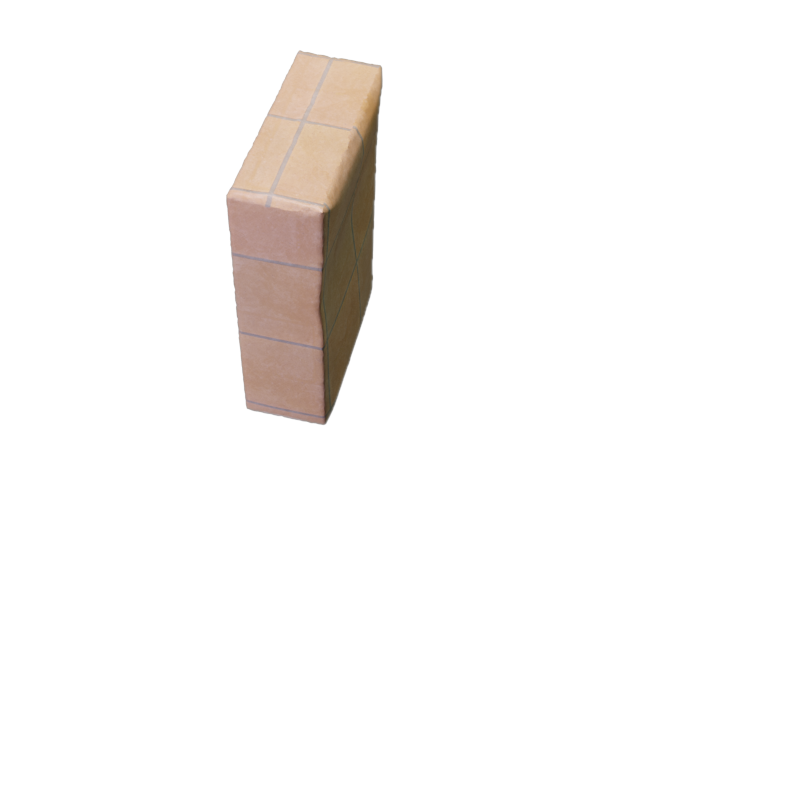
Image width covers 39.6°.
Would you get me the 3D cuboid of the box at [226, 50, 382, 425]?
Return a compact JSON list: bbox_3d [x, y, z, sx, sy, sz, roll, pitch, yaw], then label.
[{"bbox_3d":[-0.062,-0.114,0.795,0.073,0.173,0.199,11,-41,6],"label":"box"}]
